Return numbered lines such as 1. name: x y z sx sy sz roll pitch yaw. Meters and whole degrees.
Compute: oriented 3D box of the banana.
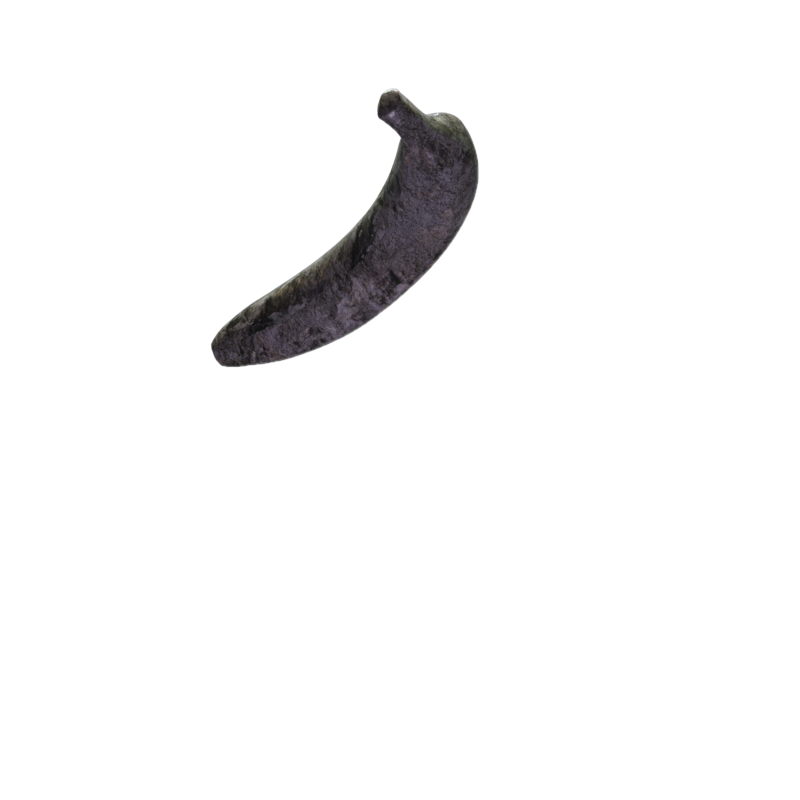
1. banana: -0.019 -0.066 0.479 0.067 0.039 0.192 15 -36 -22
